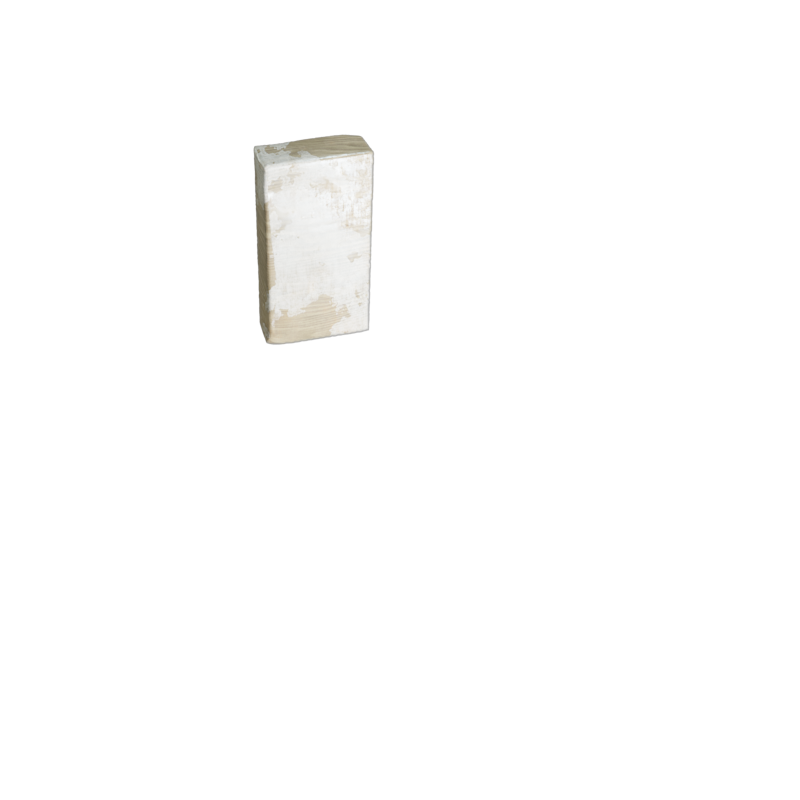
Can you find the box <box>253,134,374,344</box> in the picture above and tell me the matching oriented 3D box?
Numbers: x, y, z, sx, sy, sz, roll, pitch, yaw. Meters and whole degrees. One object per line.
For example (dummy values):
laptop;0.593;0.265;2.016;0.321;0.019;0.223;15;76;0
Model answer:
box;-0.072;-0.133;0.927;0.092;0.166;0.052;-8;33;-16
